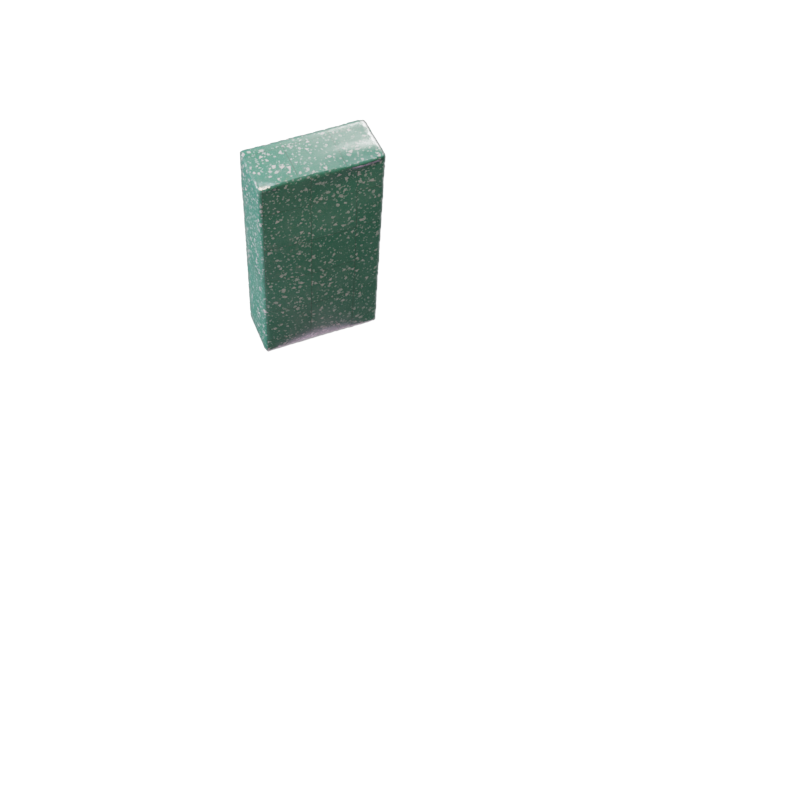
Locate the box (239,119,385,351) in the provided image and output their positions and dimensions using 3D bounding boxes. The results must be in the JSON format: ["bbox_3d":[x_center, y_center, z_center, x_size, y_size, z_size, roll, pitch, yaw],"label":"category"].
[{"bbox_3d":[-0.062,-0.113,0.796,0.092,0.052,0.165,-17,-32,-15],"label":"box"}]
